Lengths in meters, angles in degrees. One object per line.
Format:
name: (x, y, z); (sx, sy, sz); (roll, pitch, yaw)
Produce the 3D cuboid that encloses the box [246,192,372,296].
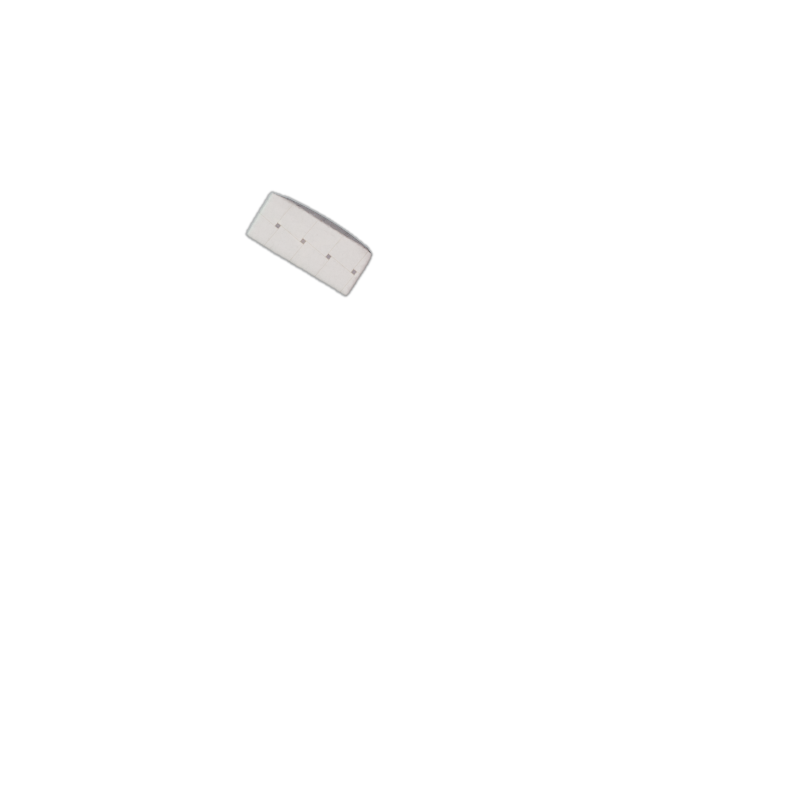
box: (-0.072, -0.132, 0.921); (0.093, 0.048, 0.178); (31, 4, -6)
